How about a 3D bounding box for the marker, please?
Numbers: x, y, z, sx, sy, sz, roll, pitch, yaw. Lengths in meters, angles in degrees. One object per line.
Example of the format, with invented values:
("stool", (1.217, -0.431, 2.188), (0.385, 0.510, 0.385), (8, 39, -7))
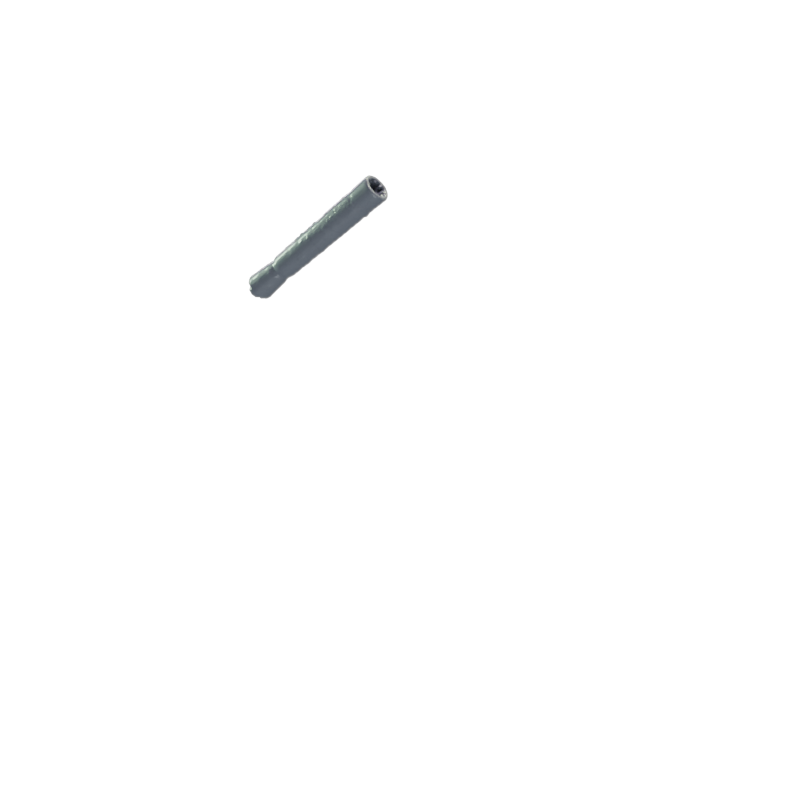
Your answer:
("marker", (-0.056, -0.102, 0.712), (0.119, 0.021, 0.019), (-35, -17, 32))
